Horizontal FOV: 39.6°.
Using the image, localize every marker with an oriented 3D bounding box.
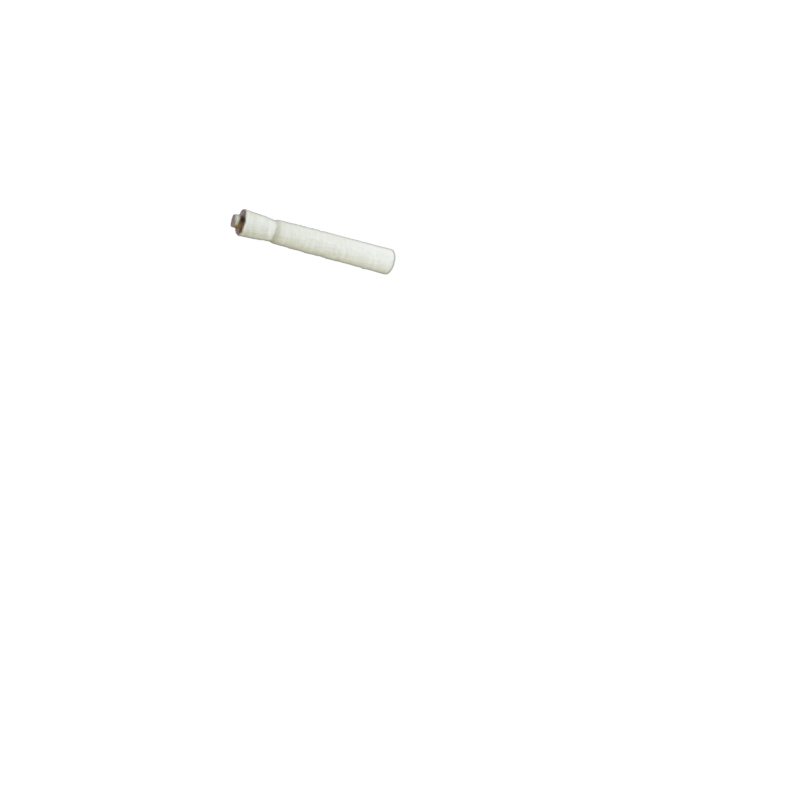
[{"bbox_3d":[-0.060,-0.110,0.768,0.116,0.020,0.020,12,-1,-22],"label":"marker"}]
